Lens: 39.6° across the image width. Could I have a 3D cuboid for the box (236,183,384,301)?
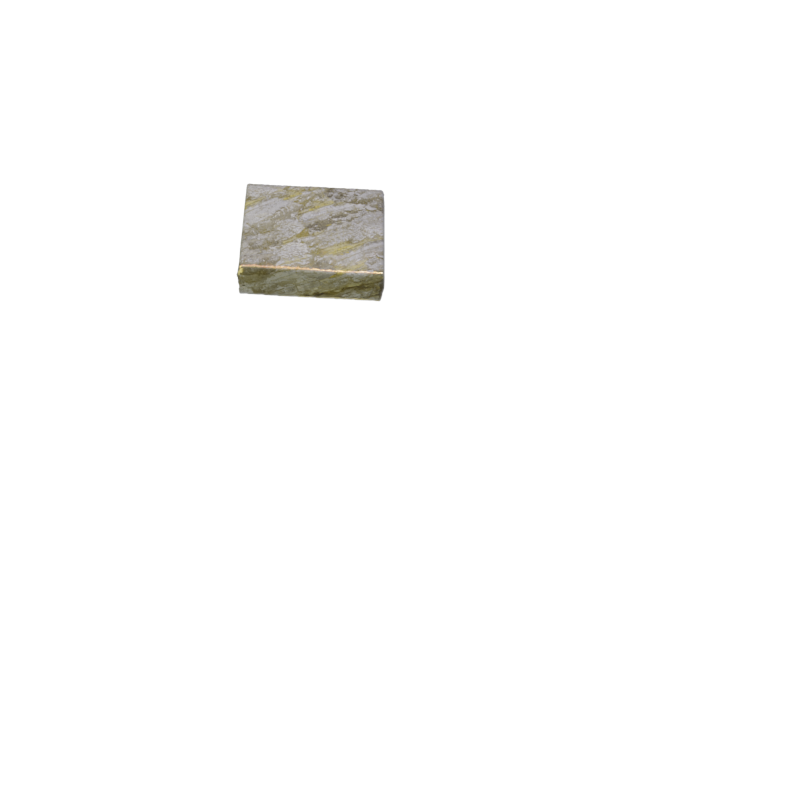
[{"bbox_3d":[-0.068,-0.124,0.869,0.113,0.096,0.036,1,-40,0],"label":"box"}]
